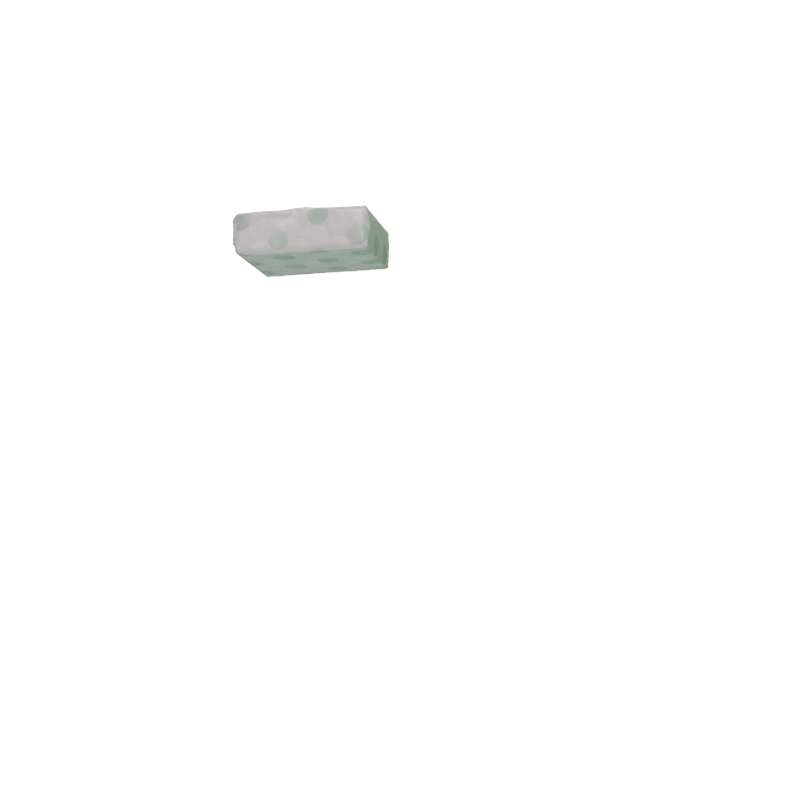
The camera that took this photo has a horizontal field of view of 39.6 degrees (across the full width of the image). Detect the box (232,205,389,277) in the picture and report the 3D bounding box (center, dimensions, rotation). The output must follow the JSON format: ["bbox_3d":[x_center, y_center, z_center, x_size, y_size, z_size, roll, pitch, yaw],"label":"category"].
[{"bbox_3d":[-0.057,-0.104,0.730,0.091,0.031,0.070,-1,-6,12],"label":"box"}]
